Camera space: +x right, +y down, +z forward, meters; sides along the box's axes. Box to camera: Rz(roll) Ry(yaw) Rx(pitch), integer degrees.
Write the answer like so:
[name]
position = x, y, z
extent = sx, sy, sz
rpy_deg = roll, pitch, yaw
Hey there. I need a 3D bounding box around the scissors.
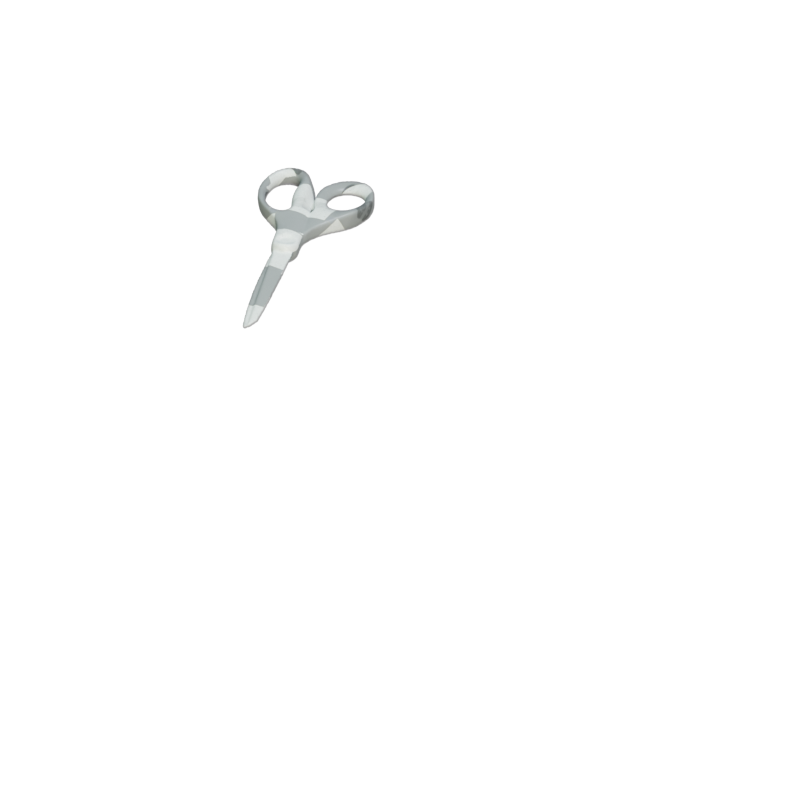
[scissors]
position = -0.061, -0.110, 0.774
extent = 0.096, 0.015, 0.216
rpy_deg = -3, 37, -4
